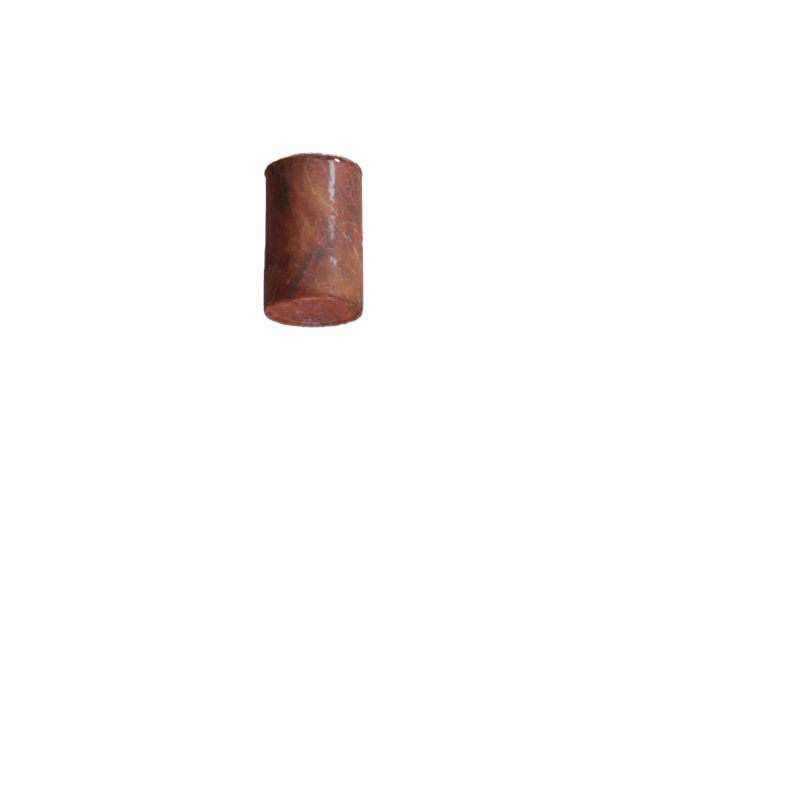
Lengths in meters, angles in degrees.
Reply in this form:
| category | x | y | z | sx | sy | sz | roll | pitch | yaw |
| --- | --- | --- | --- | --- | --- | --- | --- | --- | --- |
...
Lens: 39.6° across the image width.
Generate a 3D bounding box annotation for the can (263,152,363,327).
| category | x | y | z | sx | sy | sz | roll | pitch | yaw |
| --- | --- | --- | --- | --- | --- | --- | --- | --- | --- |
| can | -0.058 | -0.107 | 0.746 | 0.068 | 0.107 | 0.066 | 0 | -18 | -2 |
